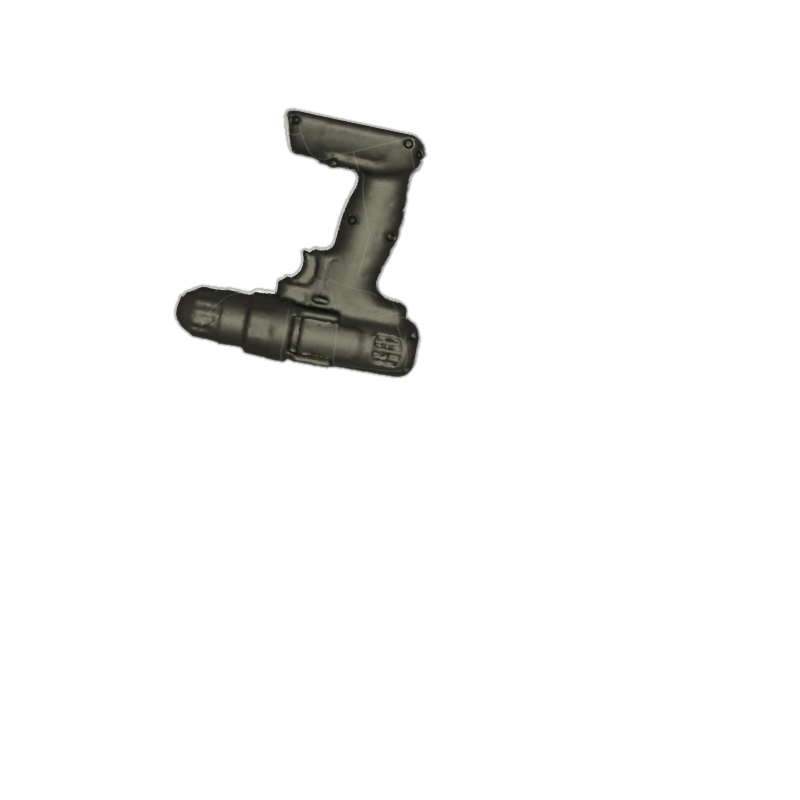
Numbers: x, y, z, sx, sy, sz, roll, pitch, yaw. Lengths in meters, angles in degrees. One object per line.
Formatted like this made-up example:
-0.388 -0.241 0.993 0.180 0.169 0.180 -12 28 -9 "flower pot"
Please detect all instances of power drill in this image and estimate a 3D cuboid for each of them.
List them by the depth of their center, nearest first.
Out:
-0.065 -0.118 0.826 0.184 0.184 0.059 11 9 -2 "power drill"
